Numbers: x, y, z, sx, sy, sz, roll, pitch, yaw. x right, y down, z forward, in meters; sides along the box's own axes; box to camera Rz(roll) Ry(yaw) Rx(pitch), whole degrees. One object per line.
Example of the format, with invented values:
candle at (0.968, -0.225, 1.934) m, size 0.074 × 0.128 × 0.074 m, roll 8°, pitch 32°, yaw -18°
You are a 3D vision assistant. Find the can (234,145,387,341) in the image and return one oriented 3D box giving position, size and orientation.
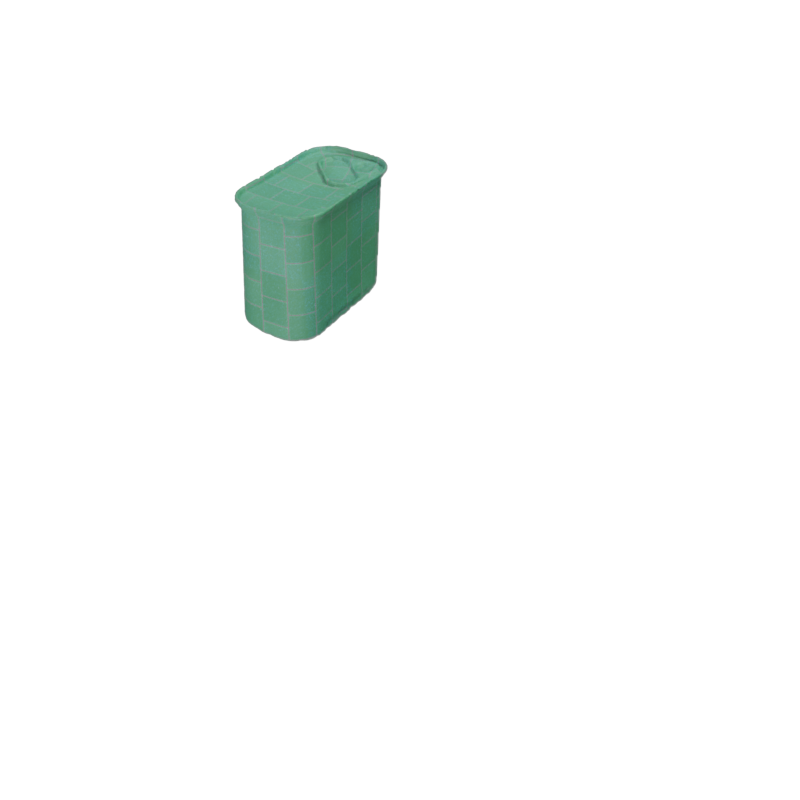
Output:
can at (-0.052, -0.095, 0.668) m, size 0.060 × 0.079 × 0.103 m, roll 18°, pitch 36°, yaw 25°
